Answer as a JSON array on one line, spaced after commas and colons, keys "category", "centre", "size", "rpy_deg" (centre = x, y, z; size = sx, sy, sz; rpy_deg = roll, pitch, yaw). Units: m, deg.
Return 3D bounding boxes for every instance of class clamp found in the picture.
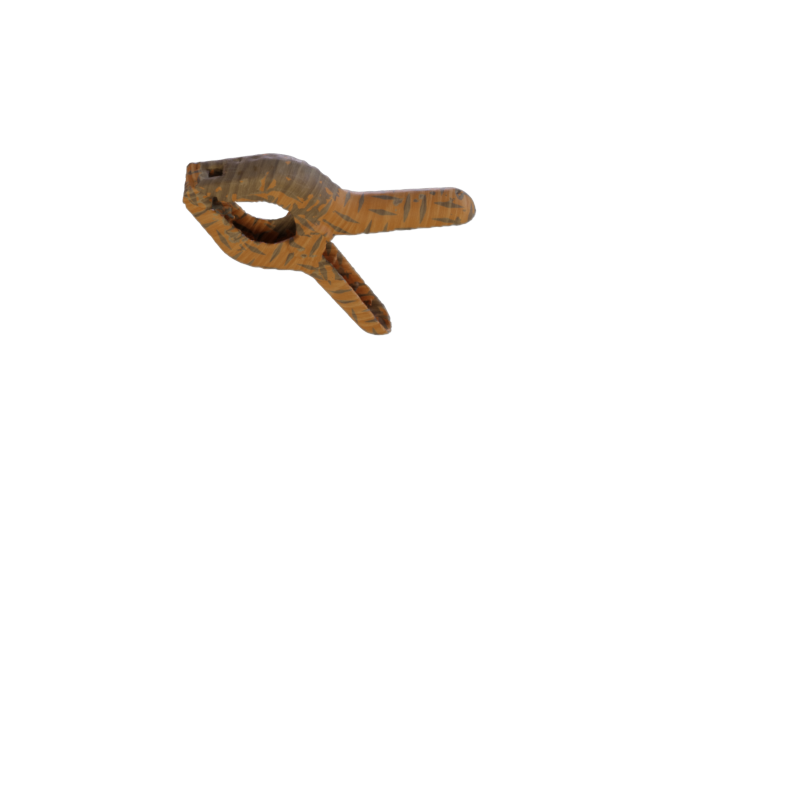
[{"category": "clamp", "centre": [-0.053, -0.096, 0.675], "size": [0.168, 0.114, 0.042], "rpy_deg": [14, 35, -10]}]
